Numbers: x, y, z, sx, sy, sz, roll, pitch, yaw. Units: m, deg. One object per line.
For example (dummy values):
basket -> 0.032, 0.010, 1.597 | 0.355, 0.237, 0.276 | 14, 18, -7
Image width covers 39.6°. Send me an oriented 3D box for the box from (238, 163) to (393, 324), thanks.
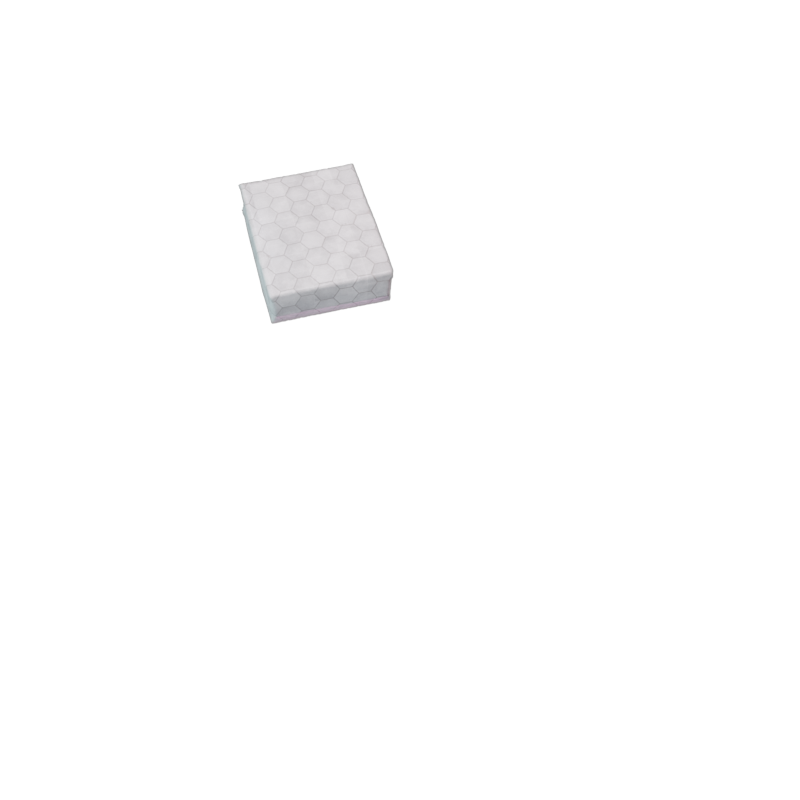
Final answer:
box -> -0.063, -0.116, 0.811 | 0.089, 0.123, 0.036 | -12, -38, -10
